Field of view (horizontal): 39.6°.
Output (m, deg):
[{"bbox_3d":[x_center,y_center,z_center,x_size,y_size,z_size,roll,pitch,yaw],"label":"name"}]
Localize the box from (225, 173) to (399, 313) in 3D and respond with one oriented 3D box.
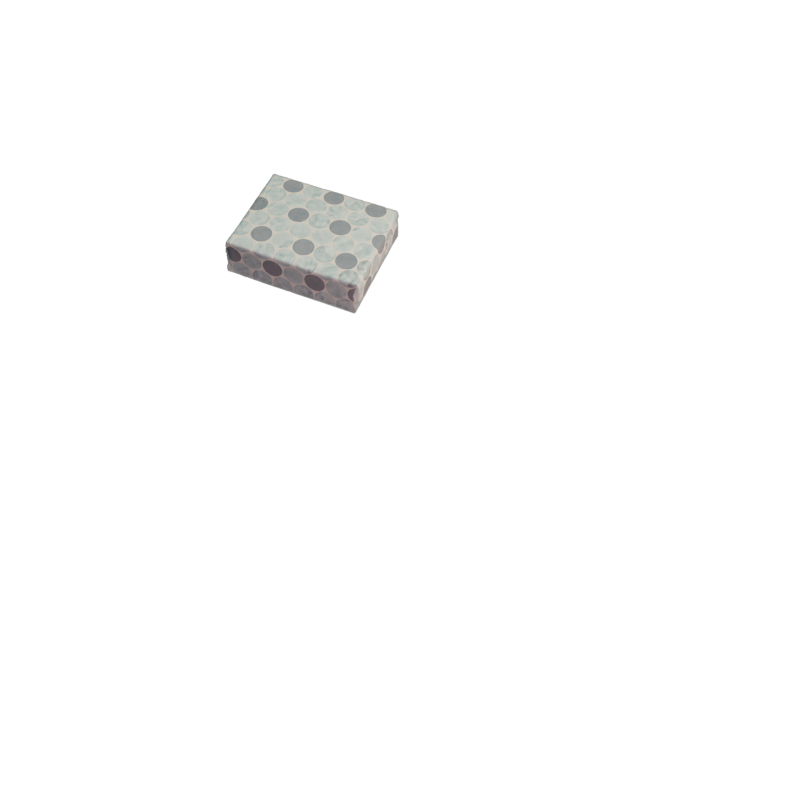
[{"bbox_3d":[-0.068,-0.125,0.875,0.117,0.036,0.094,17,49,15],"label":"box"}]
